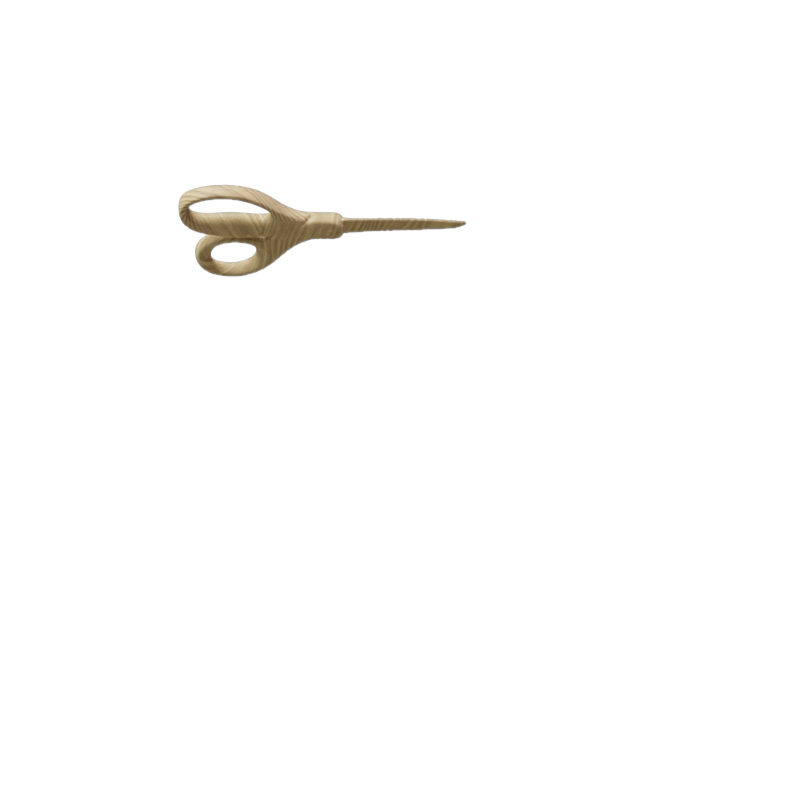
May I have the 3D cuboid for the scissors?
[{"bbox_3d":[-0.063,-0.115,0.805,0.198,0.017,0.091,9,-37,-12],"label":"scissors"}]
